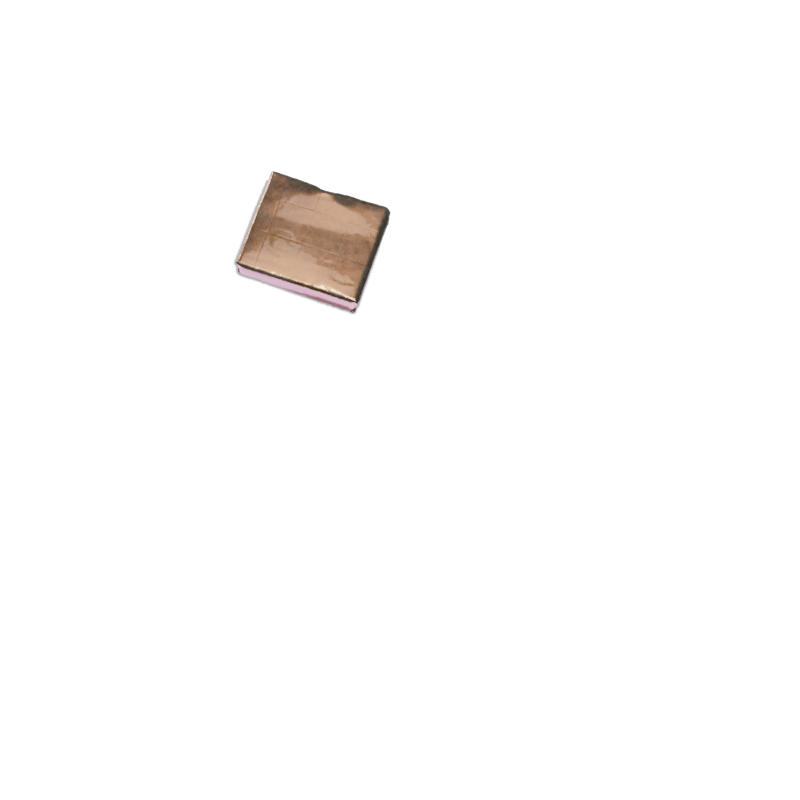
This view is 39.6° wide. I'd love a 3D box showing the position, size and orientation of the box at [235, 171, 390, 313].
[{"bbox_3d":[-0.060,-0.110,0.768,0.090,0.075,0.029,18,-17,5],"label":"box"}]
